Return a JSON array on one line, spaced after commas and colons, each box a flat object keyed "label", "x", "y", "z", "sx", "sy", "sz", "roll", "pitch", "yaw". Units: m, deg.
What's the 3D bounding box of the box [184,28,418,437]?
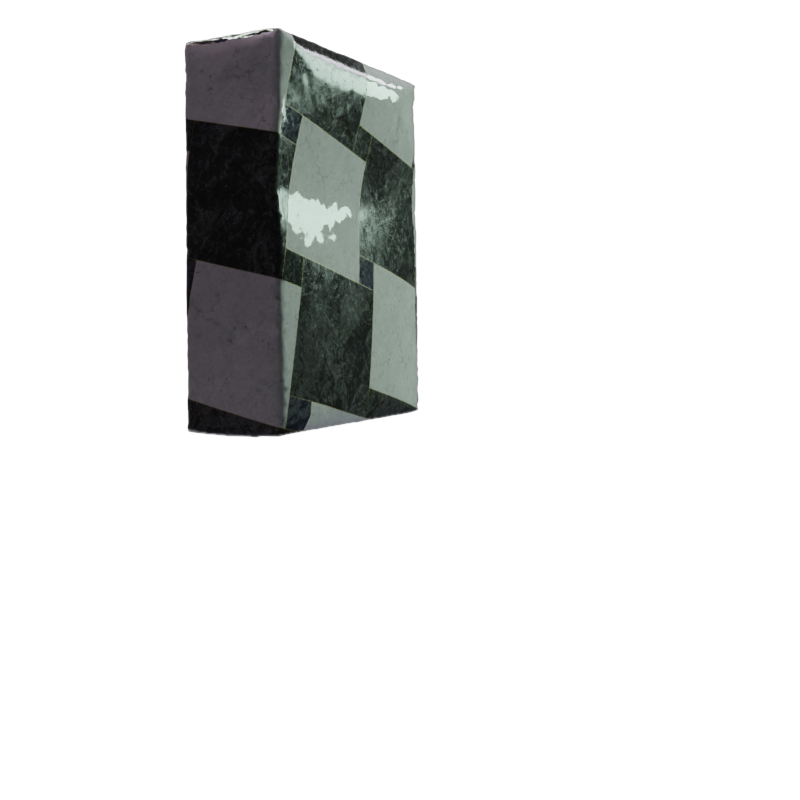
[{"label": "box", "x": -0.051, "y": -0.093, "z": 0.650, "sx": 0.074, "sy": 0.216, "sz": 0.158, "roll": -2, "pitch": -2, "yaw": 28}]
